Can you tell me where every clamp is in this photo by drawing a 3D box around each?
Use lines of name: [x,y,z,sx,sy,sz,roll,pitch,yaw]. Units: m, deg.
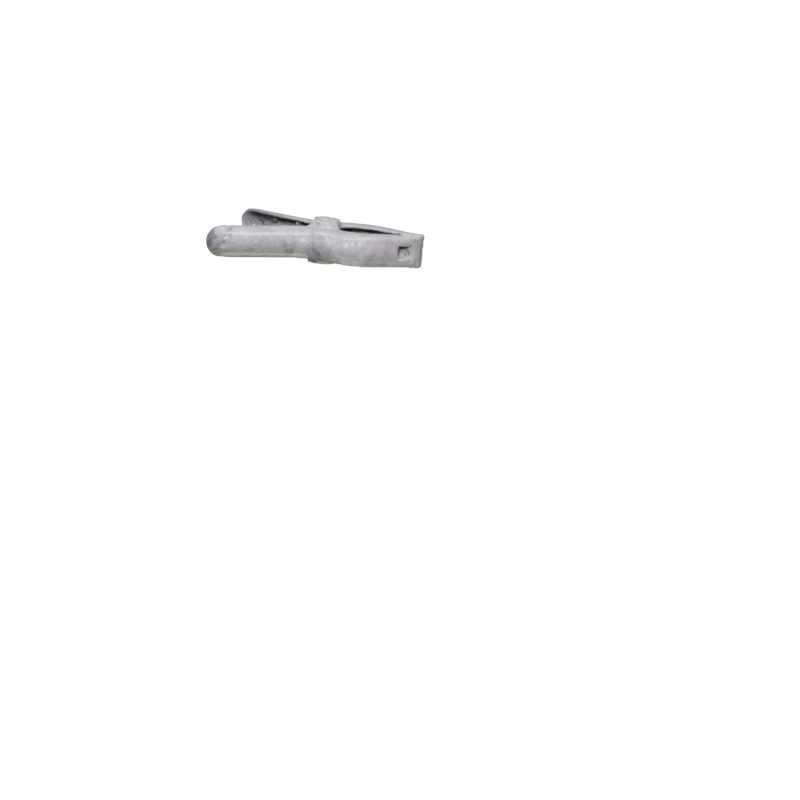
clamp: [-0.070,-0.128,0.898,0.176,0.038,0.122,7,23,17]
